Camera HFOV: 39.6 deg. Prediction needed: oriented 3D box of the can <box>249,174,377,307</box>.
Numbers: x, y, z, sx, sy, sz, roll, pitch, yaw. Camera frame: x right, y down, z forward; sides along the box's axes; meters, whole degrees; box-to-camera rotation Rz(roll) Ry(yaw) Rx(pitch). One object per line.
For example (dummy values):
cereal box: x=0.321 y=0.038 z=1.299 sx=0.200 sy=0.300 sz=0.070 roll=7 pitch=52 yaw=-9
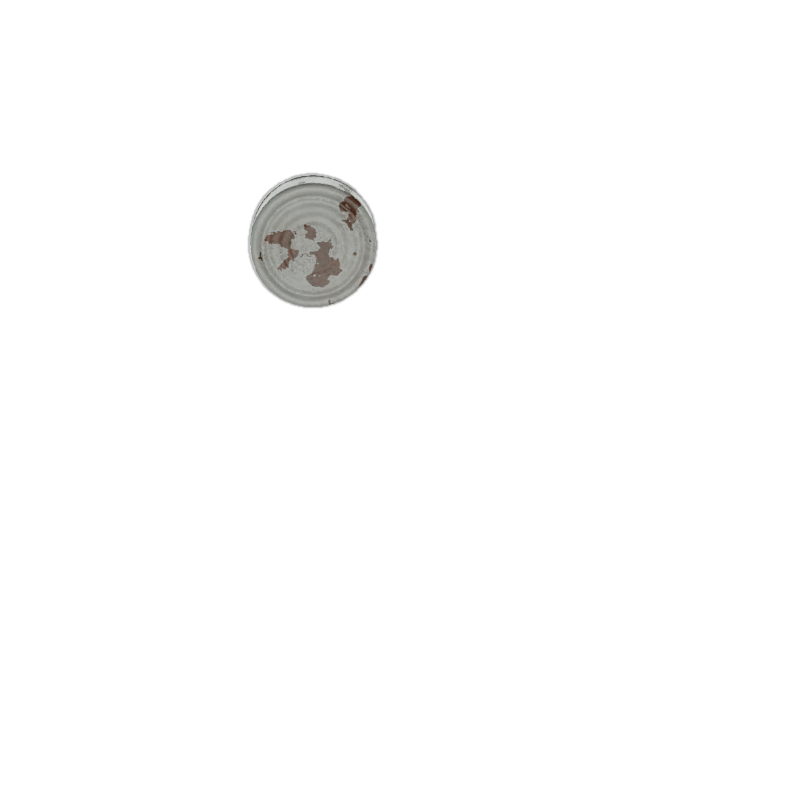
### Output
can: x=-0.058 y=-0.106 z=0.741 sx=0.086 sy=0.083 sz=0.035 roll=0 pitch=14 yaw=-1
